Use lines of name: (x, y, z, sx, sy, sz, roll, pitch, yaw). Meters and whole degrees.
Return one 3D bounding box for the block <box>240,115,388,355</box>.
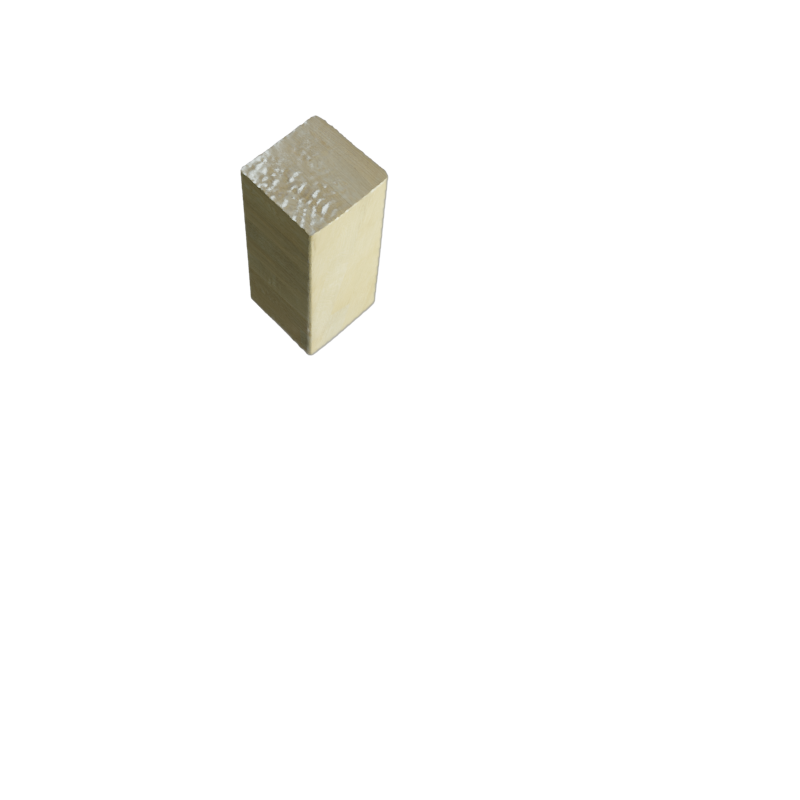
block: (-0.076, -0.141, 0.985, 0.091, 0.095, 0.194, -40, -19, -21)
